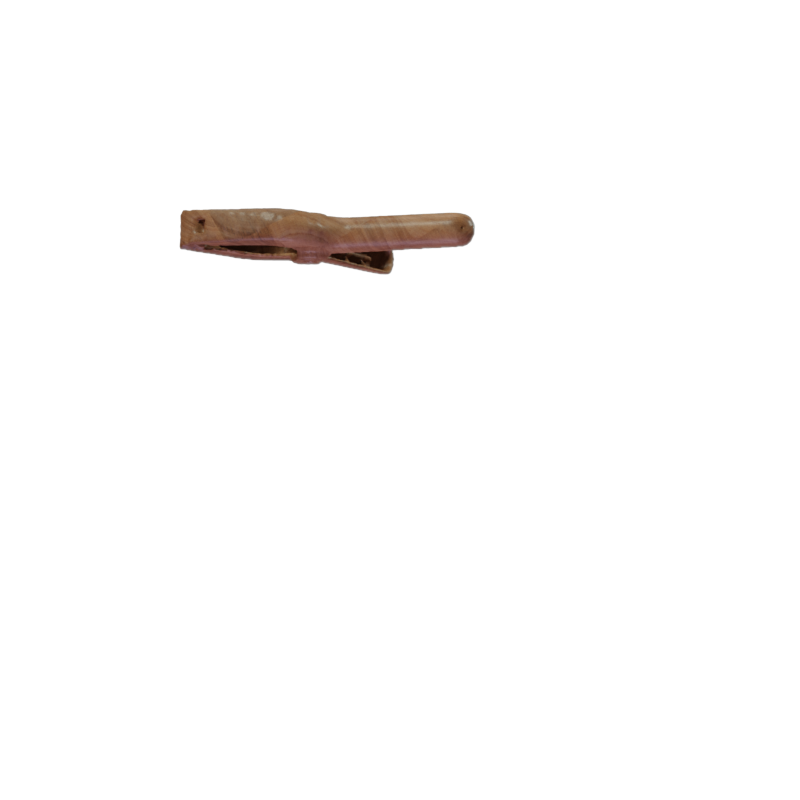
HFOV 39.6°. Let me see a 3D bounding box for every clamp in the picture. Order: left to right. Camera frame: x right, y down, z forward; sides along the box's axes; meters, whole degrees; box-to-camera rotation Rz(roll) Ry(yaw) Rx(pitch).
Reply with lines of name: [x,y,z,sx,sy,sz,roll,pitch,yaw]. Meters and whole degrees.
clamp: [-0.067,-0.123,0.861,0.206,0.037,0.164,1,-4,-14]
